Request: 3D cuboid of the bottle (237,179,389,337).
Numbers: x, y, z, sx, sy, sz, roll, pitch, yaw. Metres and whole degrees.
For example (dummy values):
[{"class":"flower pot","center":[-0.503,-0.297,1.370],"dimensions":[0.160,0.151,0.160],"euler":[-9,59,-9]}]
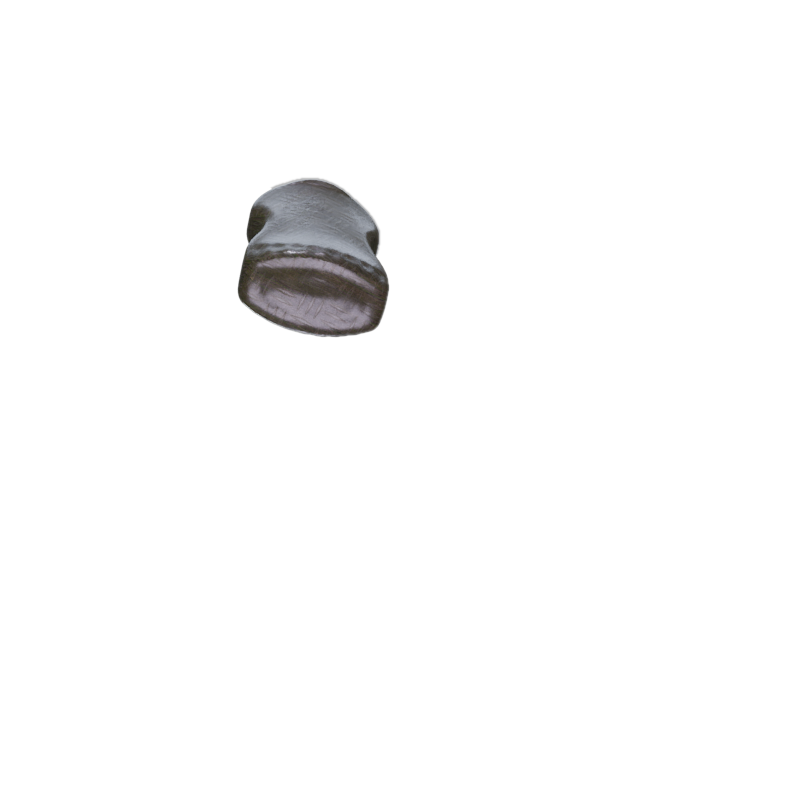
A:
[{"class":"bottle","center":[-0.062,-0.113,0.790],"dimensions":[0.095,0.056,0.203],"euler":[9,27,-8]}]
